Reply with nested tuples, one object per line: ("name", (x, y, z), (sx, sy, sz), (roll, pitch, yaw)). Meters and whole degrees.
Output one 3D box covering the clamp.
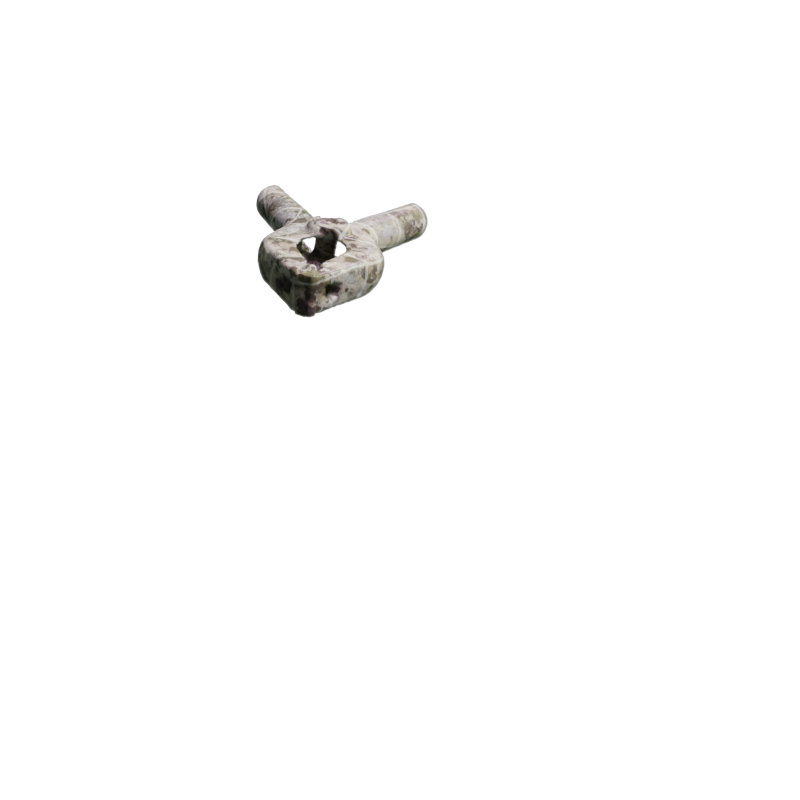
("clamp", (-0.057, -0.103, 0.724), (0.123, 0.037, 0.176), (6, 25, 13))
